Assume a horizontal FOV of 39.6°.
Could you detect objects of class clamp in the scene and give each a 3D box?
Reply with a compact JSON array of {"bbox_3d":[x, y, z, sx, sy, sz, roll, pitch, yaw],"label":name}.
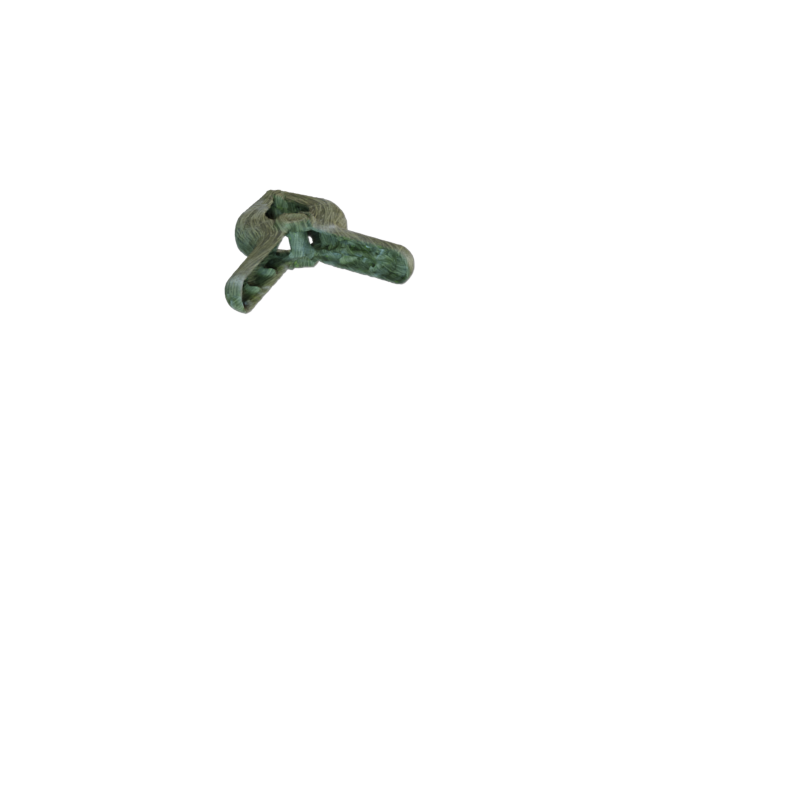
[{"bbox_3d":[-0.059,-0.108,0.754,0.119,0.037,0.182,-3,29,-6],"label":"clamp"}]
